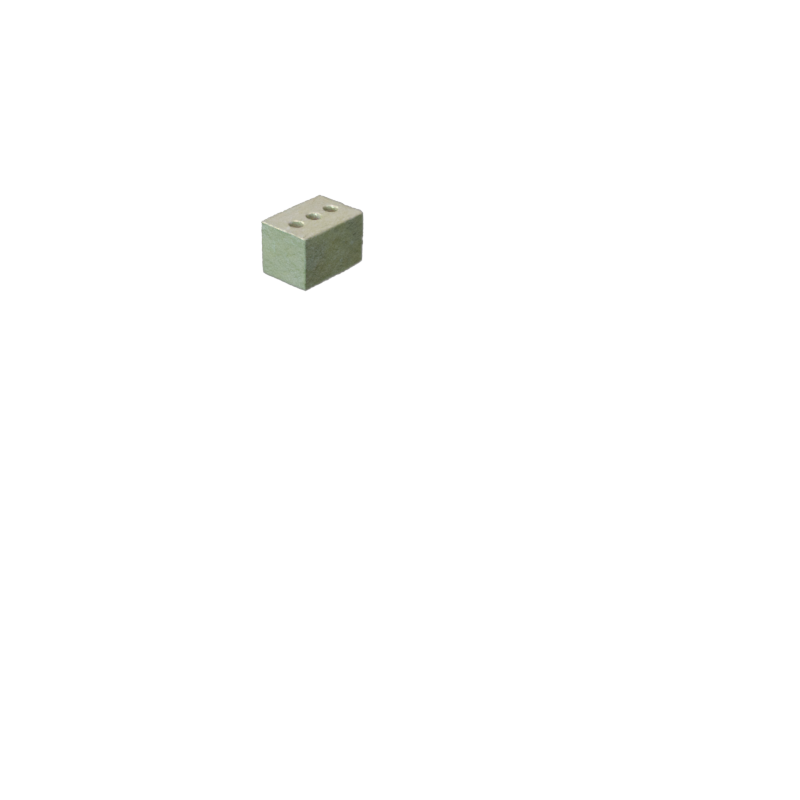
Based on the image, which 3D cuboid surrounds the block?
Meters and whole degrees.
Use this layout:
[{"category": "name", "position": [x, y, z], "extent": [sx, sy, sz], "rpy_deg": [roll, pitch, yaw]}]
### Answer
[{"category": "block", "position": [-0.076, -0.138, 0.965], "extent": [0.056, 0.048, 0.078], "rpy_deg": [23, 38, 33]}]
